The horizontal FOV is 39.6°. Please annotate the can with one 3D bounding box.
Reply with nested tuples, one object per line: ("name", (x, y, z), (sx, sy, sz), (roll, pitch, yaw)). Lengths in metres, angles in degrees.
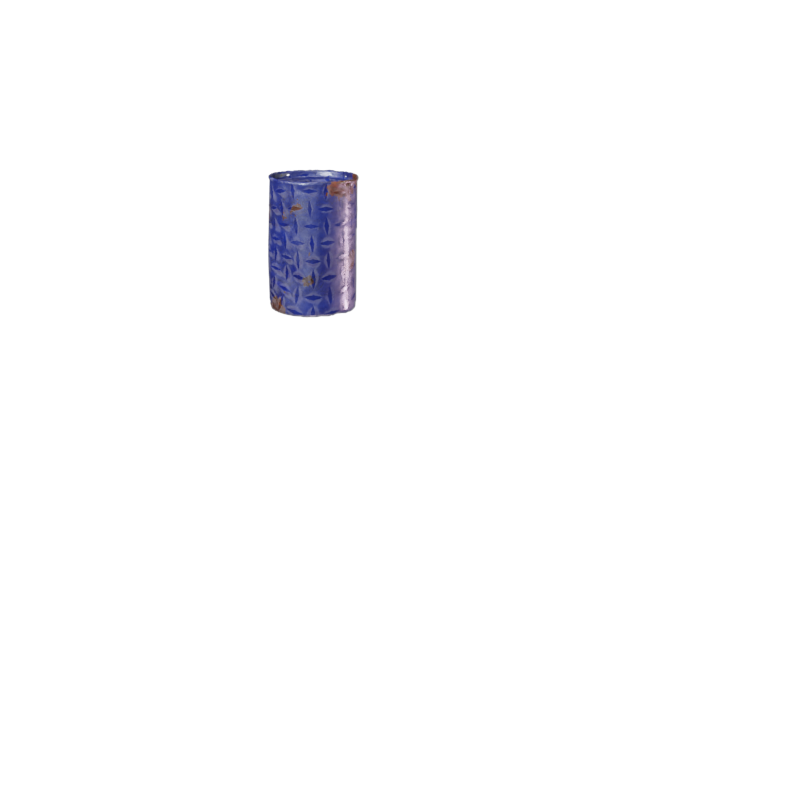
("can", (-0.066, -0.120, 0.842), (0.068, 0.099, 0.071), (0, 14, -2))
